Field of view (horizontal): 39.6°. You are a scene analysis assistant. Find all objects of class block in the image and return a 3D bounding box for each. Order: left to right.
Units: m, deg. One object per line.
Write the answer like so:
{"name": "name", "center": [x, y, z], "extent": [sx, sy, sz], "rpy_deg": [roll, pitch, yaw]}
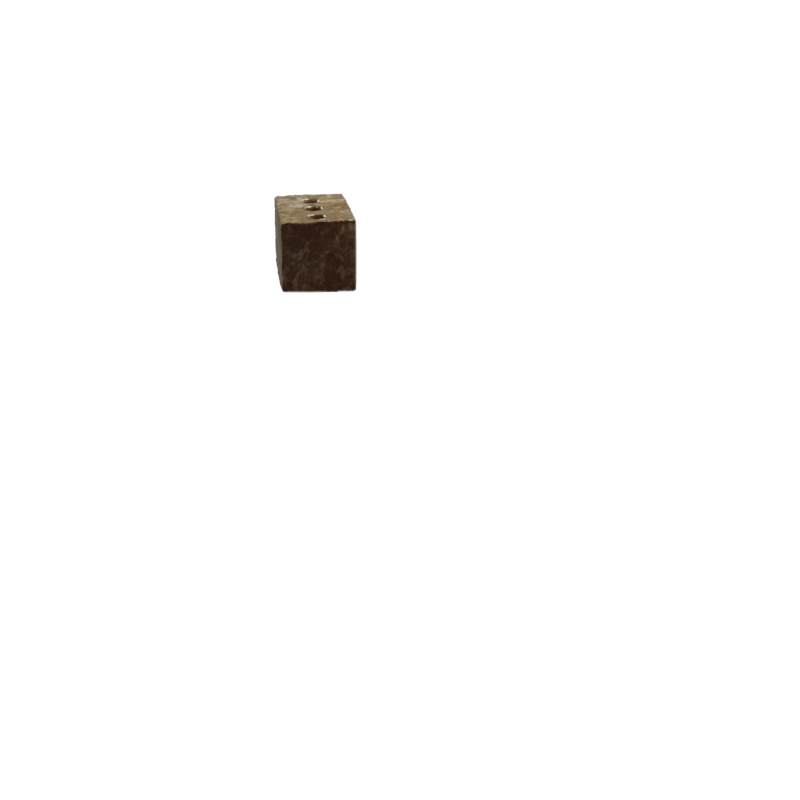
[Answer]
{"name": "block", "center": [-0.062, -0.113, 0.790], "extent": [0.052, 0.049, 0.082], "rpy_deg": [-3, 22, -9]}
